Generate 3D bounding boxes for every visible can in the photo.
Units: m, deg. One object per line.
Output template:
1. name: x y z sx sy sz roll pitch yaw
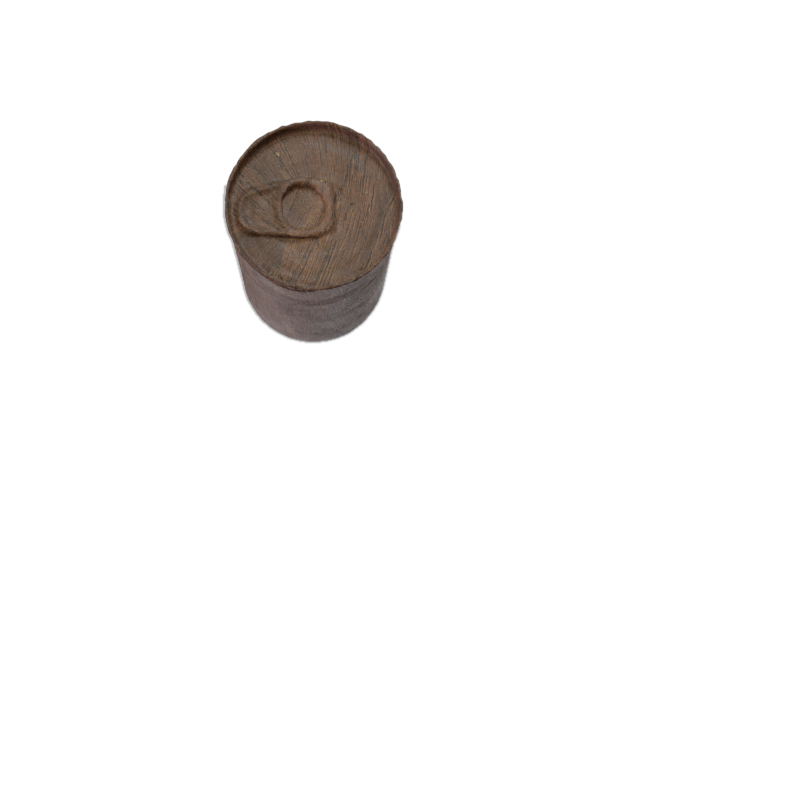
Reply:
1. can: -0.037 -0.067 0.467 0.068 0.071 0.099 0 -12 -3
